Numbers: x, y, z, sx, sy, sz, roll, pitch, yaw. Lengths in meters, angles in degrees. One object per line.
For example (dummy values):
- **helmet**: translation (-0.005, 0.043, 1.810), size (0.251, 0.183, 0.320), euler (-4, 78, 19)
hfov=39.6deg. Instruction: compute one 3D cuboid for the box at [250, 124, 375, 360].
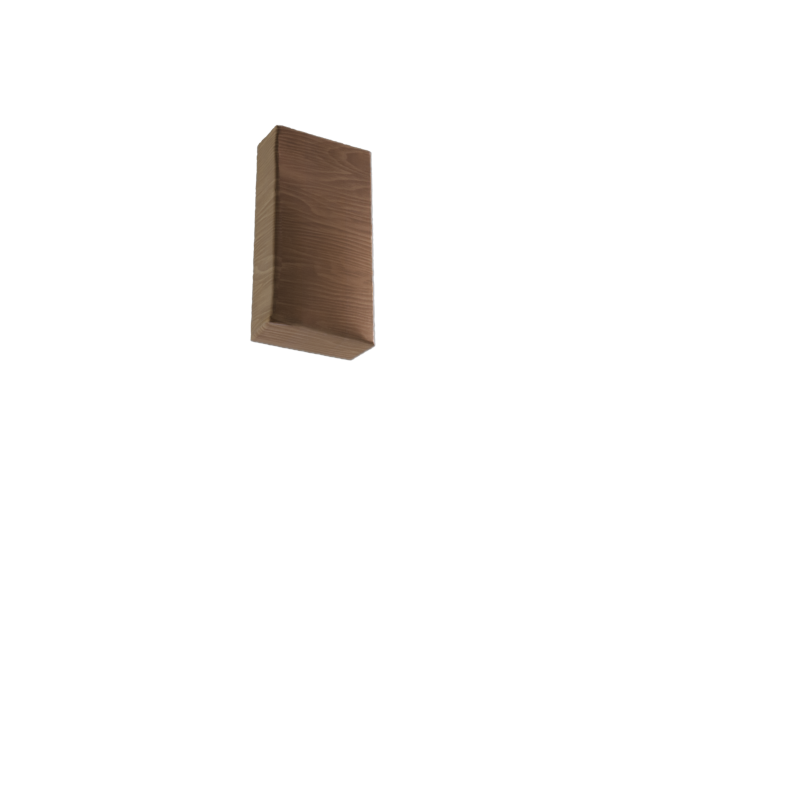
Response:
- **box**: translation (-0.070, -0.127, 0.891), size (0.089, 0.187, 0.047), euler (12, -30, -26)
